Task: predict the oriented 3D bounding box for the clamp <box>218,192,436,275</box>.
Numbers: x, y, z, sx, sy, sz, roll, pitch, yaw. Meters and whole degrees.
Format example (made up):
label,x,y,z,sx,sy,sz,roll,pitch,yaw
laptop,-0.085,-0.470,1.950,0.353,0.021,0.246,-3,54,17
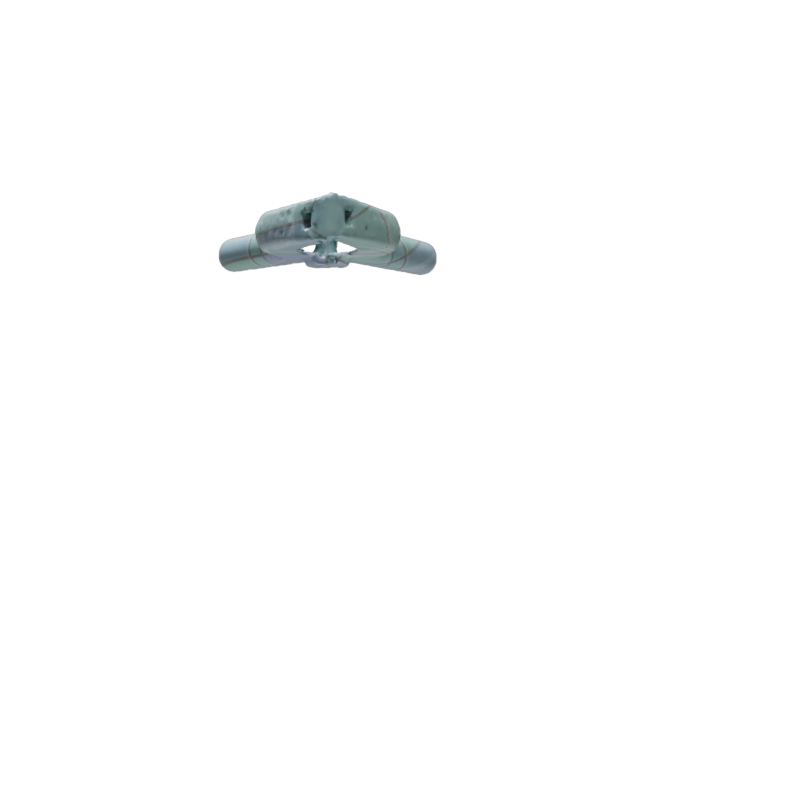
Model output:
label,x,y,z,sx,sy,sz,roll,pitch,yaw
clamp,-0.060,-0.109,0.761,0.166,0.037,0.206,0,0,5
